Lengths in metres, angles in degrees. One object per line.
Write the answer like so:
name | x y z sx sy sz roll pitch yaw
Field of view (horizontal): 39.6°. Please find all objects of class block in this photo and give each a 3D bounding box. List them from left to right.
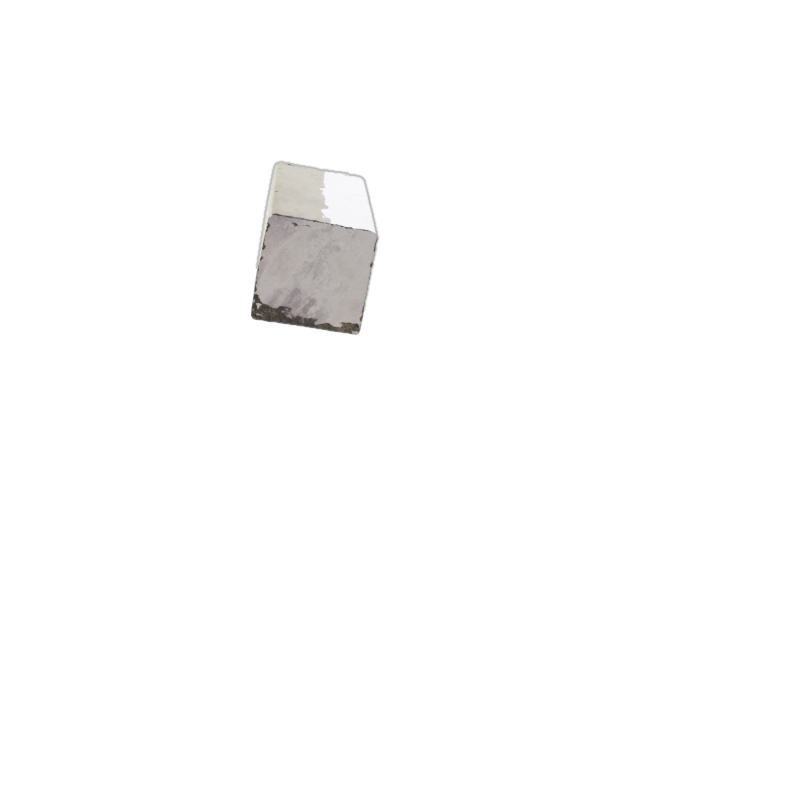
block | -0.076 -0.140 0.974 0.090 0.087 0.216 9 21 -7
